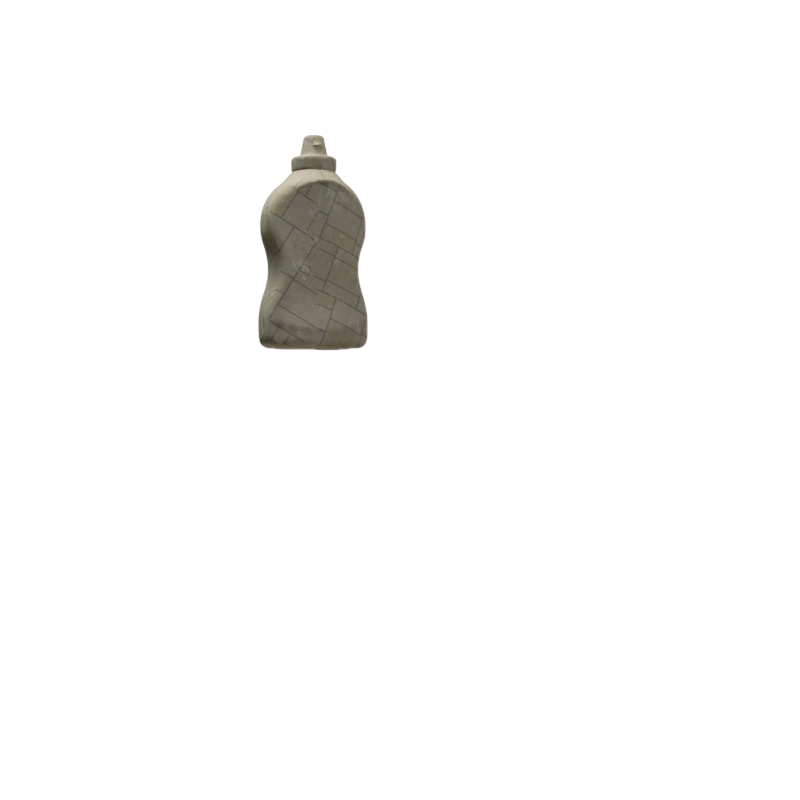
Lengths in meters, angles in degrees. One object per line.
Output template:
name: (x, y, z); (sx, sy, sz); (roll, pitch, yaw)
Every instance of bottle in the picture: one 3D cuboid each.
bottle: (-0.078, -0.142, 0.993); (0.093, 0.195, 0.059); (2, -7, -22)
